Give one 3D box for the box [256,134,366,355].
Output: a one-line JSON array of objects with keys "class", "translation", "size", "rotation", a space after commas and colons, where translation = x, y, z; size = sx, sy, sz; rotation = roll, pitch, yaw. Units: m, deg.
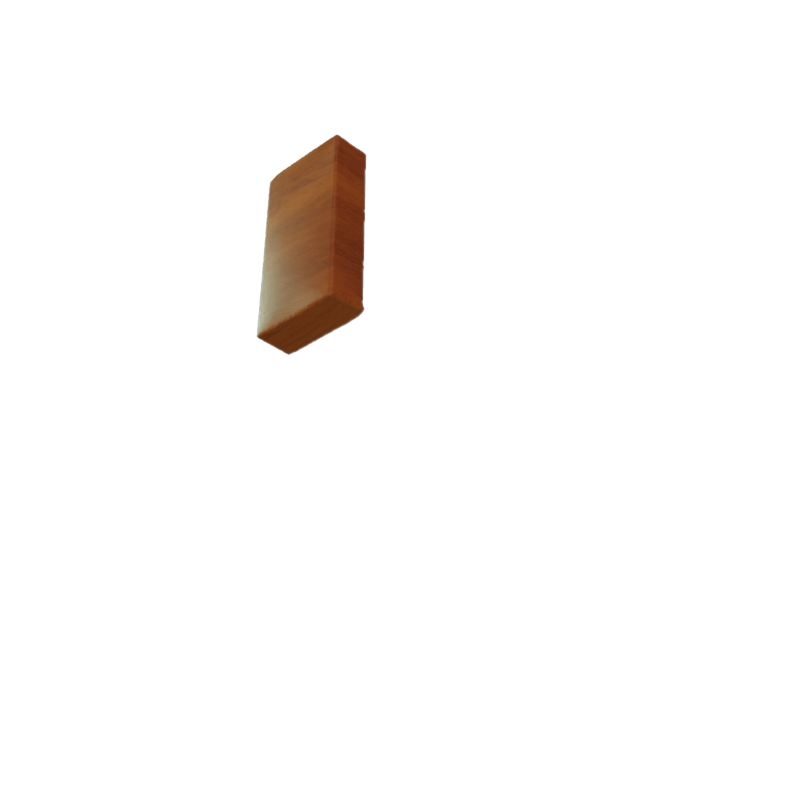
[{"class": "box", "translation": [-0.075, -0.137, 0.959], "size": [0.093, 0.189, 0.045], "rotation": [-29, -42, 33]}]
